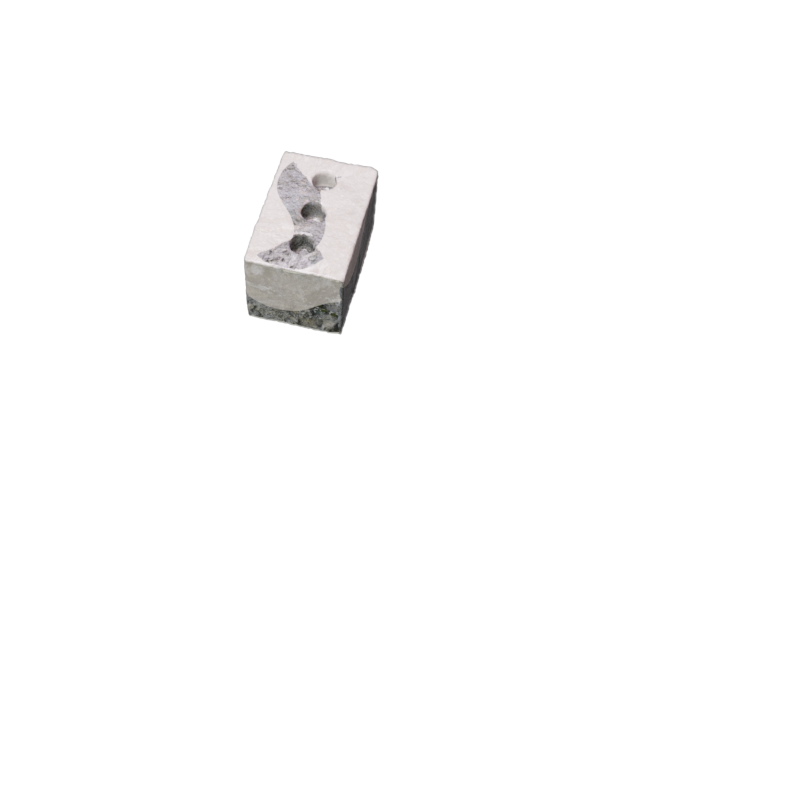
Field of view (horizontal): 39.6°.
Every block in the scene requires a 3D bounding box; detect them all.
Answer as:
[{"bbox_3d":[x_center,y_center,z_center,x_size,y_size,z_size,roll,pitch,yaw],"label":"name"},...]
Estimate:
[{"bbox_3d":[-0.045,-0.083,0.580,0.053,0.082,0.048,11,-34,5],"label":"block"}]
